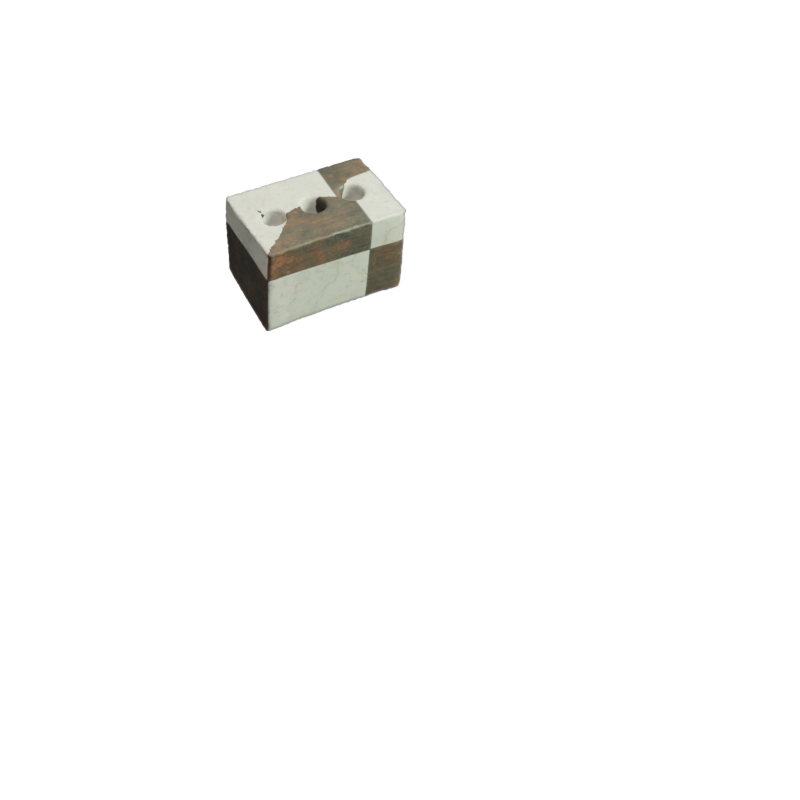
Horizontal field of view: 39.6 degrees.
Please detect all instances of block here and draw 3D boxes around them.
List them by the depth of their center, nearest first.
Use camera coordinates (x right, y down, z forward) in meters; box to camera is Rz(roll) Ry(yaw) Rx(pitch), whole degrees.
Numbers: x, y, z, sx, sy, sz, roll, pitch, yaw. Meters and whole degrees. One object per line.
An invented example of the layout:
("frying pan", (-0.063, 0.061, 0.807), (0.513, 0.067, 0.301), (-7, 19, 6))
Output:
("block", (-0.044, -0.081, 0.565), (0.077, 0.048, 0.057), (-21, 50, -20))
